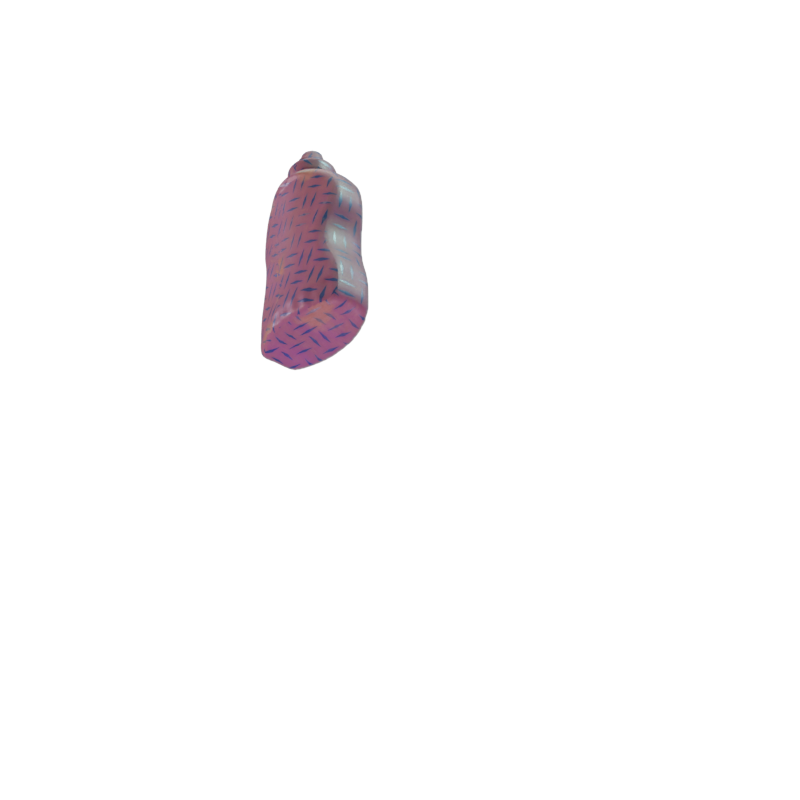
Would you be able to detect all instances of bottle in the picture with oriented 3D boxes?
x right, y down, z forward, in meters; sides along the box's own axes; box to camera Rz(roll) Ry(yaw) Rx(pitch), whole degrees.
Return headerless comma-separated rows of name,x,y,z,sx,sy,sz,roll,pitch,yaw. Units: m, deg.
bottle,-0.069,-0.125,0.874,0.055,0.206,0.094,25,-46,-30
